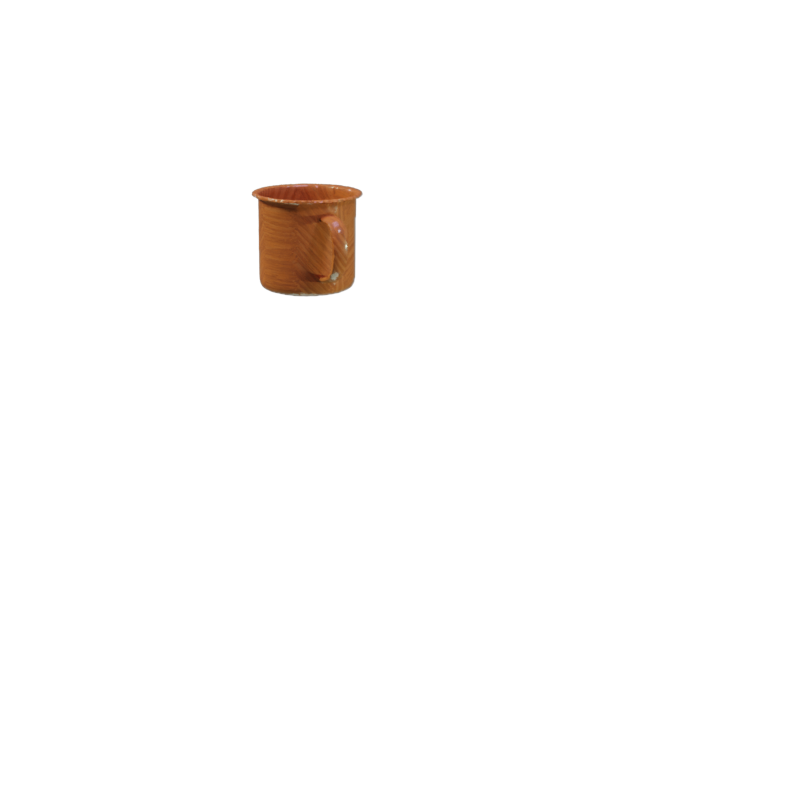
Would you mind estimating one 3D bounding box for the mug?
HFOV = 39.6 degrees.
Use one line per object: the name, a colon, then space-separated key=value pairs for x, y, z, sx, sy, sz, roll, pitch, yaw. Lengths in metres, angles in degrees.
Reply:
mug: x=-0.072 y=-0.132 z=0.923 sx=0.091 sy=0.079 sz=0.124 roll=-8 pitch=19 yaw=-27
